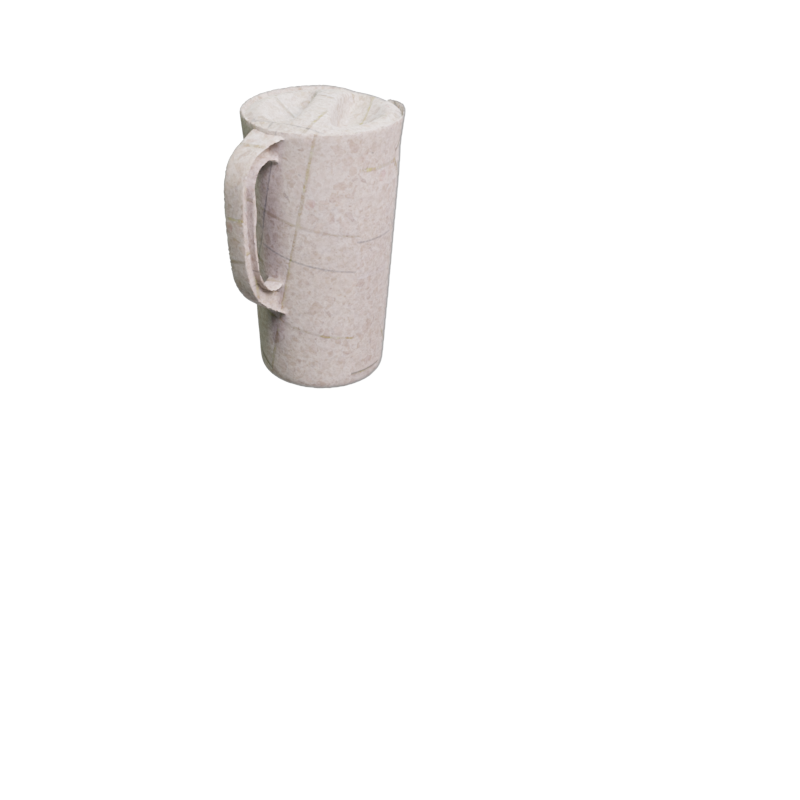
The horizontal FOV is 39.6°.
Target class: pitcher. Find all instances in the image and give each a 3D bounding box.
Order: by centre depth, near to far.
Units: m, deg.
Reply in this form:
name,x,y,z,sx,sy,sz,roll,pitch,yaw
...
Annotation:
name,x,y,z,sx,sy,sz,roll,pitch,yaw
pitcher,-0.073,-0.133,0.930,0.148,0.230,0.154,-2,27,-8
